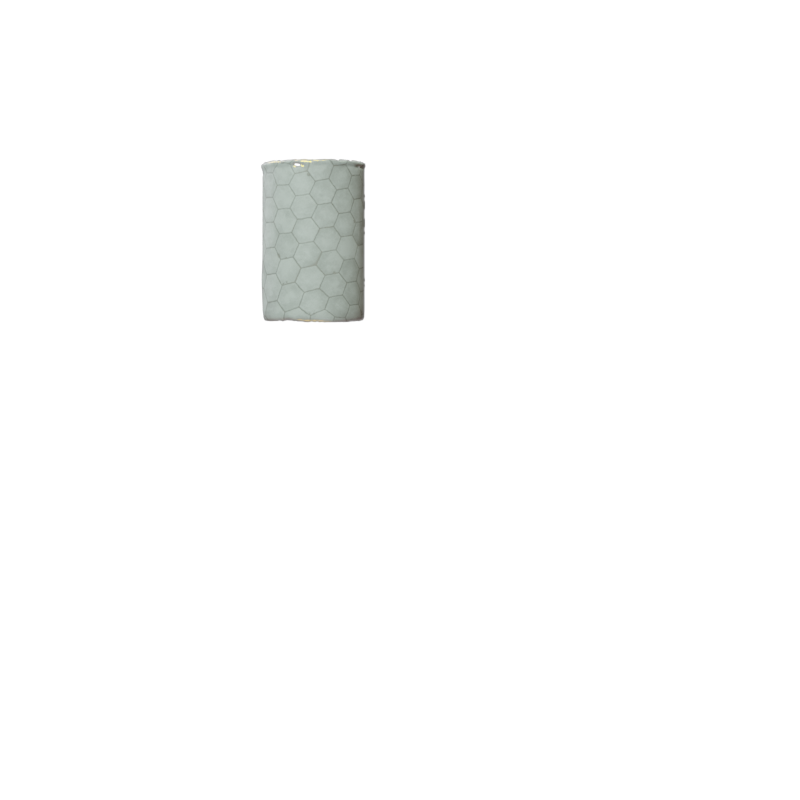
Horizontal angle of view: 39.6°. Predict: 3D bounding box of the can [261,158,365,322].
[{"bbox_3d":[-0.056,-0.103,0.720,0.068,0.102,0.069,0,1,-2],"label":"can"}]
